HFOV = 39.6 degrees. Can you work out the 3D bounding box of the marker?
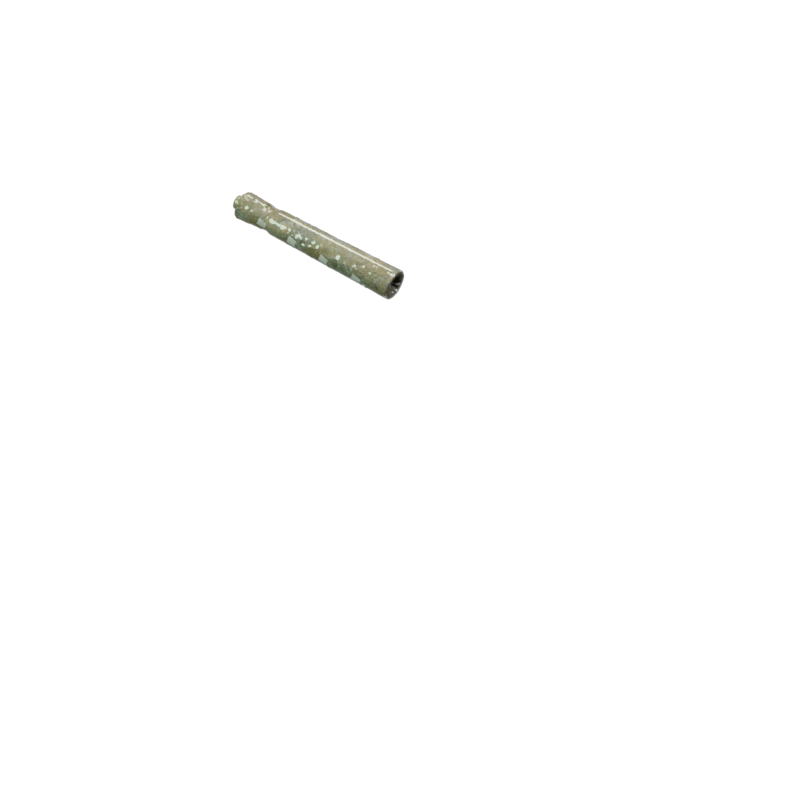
[{"bbox_3d":[-0.053,-0.096,0.670,0.128,0.019,0.019,30,17,25],"label":"marker"}]
